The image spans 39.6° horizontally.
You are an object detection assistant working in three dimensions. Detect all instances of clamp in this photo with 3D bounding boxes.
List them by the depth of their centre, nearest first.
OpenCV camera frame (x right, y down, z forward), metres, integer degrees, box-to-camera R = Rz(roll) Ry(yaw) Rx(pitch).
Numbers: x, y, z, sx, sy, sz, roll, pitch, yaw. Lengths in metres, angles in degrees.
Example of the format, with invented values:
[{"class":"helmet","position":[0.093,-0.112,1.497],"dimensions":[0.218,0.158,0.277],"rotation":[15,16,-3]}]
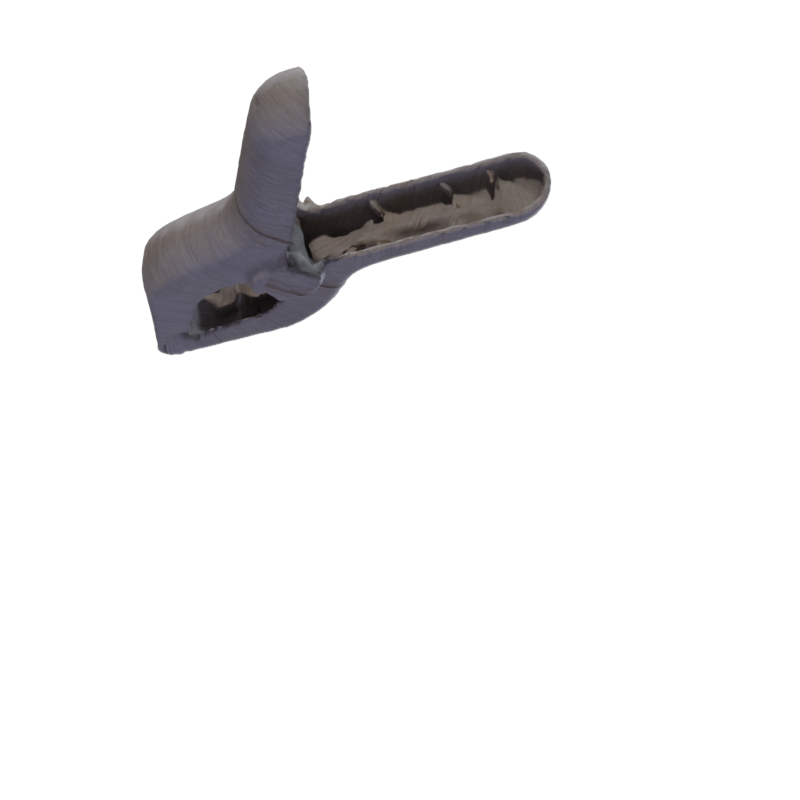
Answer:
[{"class":"clamp","position":[-0.032,-0.058,0.409],"dimensions":[0.115,0.041,0.170],"rotation":[13,-25,-30]}]
